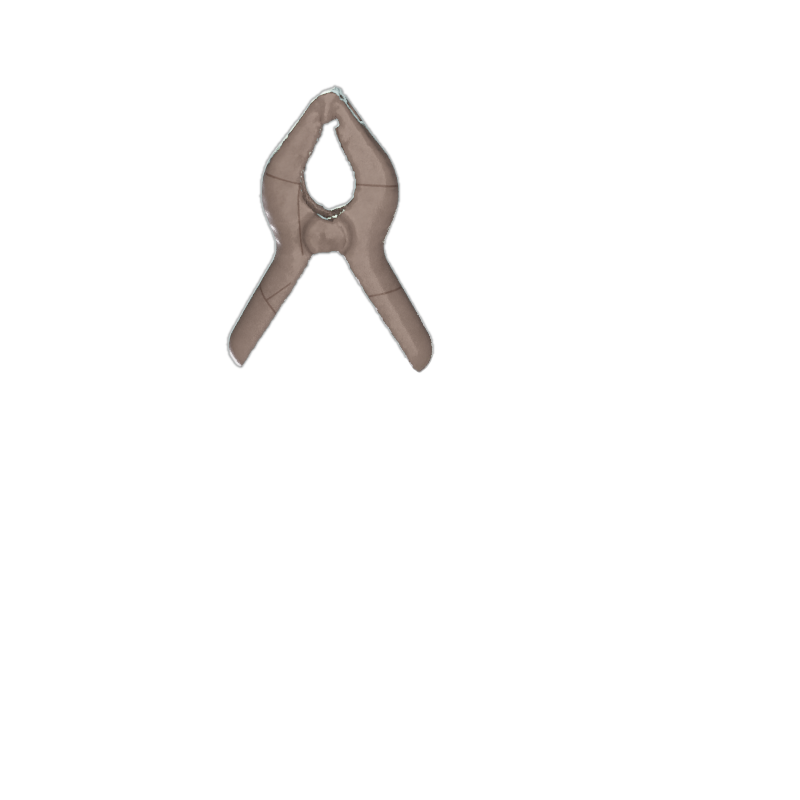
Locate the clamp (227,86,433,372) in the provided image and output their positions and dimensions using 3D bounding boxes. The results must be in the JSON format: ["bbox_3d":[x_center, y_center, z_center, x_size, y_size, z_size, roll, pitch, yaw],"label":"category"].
[{"bbox_3d":[-0.050,-0.092,0.642,0.120,0.167,0.040,-8,10,1],"label":"clamp"}]
